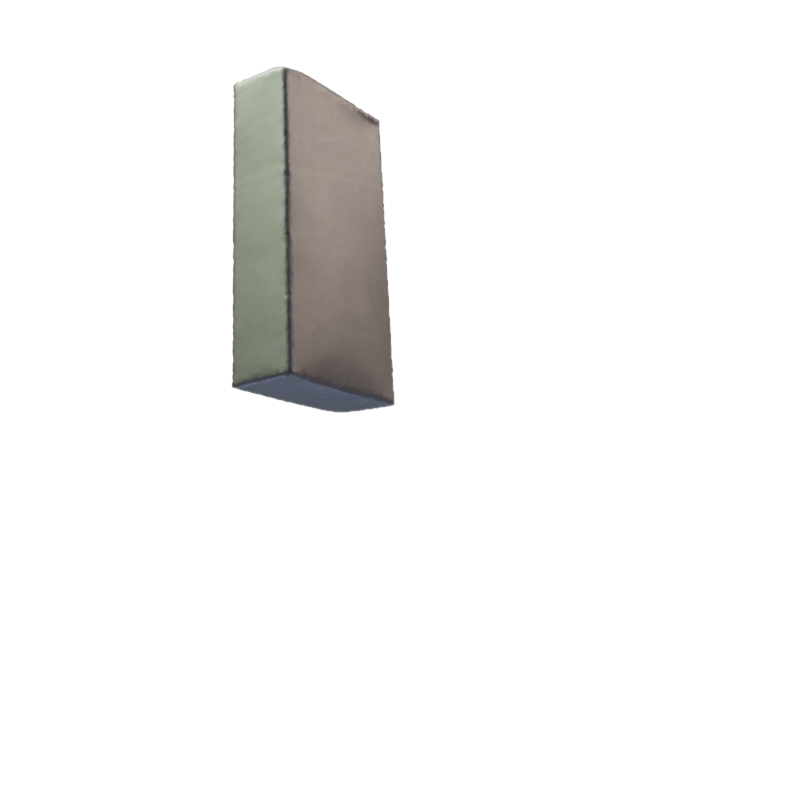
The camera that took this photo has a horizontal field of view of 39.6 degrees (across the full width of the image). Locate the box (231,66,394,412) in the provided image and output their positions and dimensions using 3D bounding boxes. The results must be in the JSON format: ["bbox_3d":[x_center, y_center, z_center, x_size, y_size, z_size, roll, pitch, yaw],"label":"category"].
[{"bbox_3d":[-0.048,-0.087,0.610,0.049,0.184,0.088,-15,-22,34],"label":"box"}]
